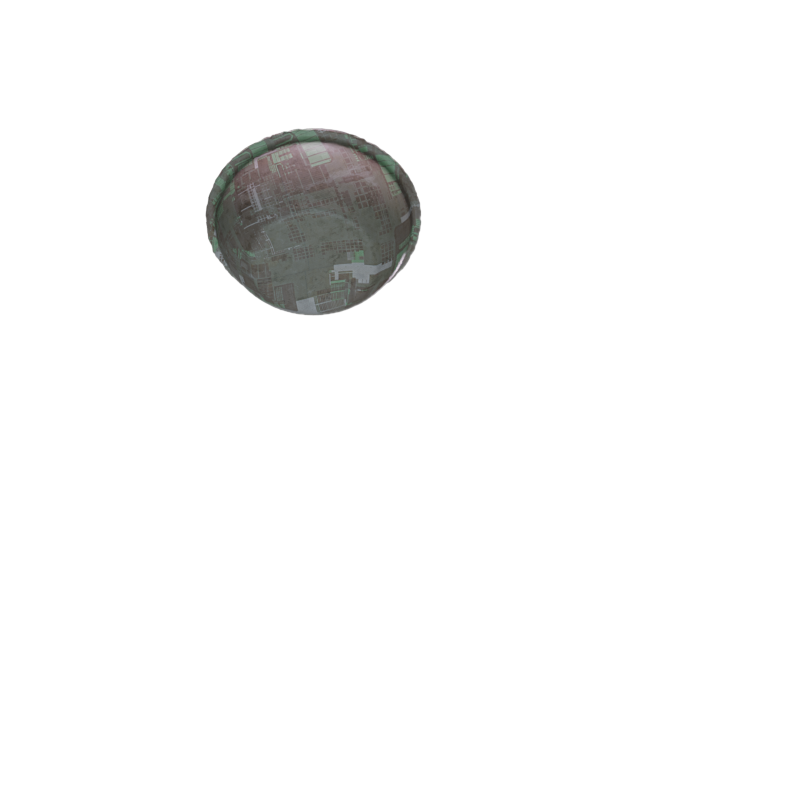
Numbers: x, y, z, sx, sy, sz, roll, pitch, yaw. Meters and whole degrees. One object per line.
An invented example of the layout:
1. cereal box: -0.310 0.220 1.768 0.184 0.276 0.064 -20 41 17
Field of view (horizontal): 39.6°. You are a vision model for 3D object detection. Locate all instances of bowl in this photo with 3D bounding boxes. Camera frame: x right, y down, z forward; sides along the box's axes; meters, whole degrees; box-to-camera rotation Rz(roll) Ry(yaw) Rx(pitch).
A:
1. bowl: -0.063 -0.116 0.810 0.162 0.151 0.059 1 38 -1
